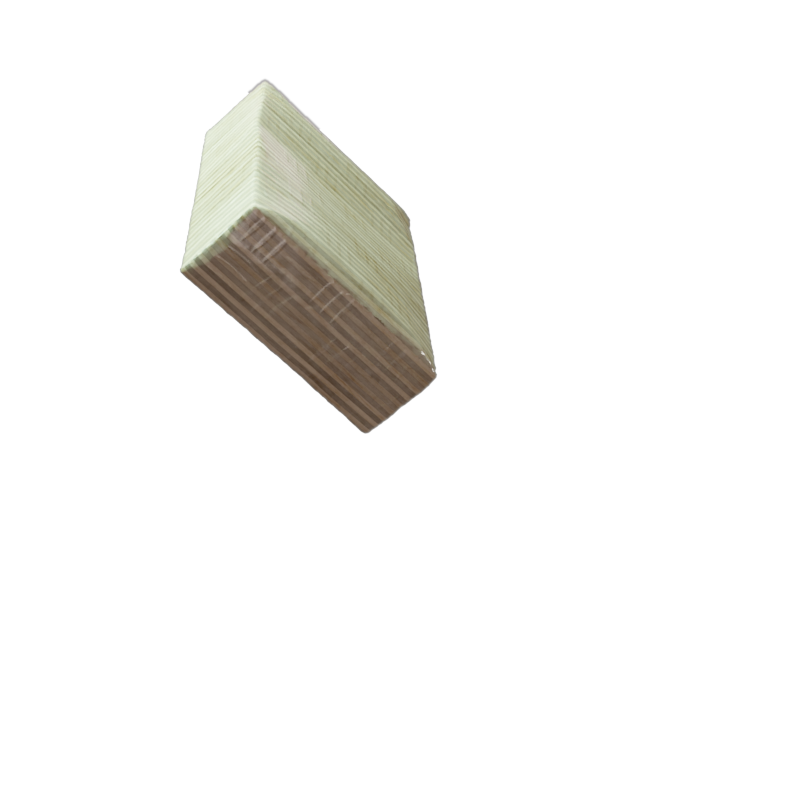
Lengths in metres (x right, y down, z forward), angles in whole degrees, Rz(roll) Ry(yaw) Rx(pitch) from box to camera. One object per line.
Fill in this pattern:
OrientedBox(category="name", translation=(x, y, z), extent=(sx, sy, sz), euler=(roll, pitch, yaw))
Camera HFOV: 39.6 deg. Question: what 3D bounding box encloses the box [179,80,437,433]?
OrientedBox(category="box", translation=(-0.058, -0.106, 0.743), extent=(0.071, 0.155, 0.228), euler=(-39, 27, 20))
